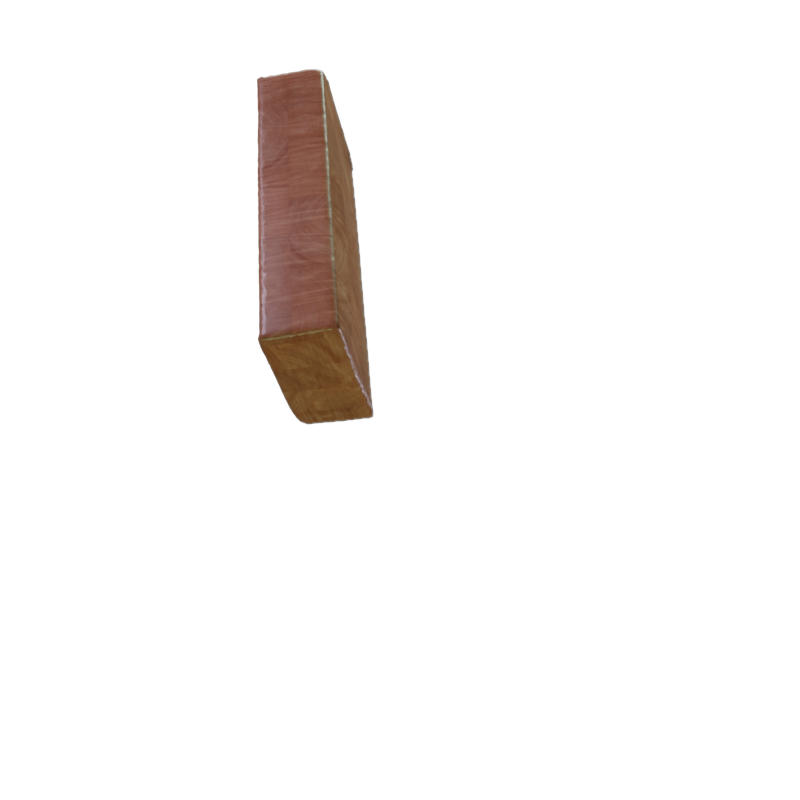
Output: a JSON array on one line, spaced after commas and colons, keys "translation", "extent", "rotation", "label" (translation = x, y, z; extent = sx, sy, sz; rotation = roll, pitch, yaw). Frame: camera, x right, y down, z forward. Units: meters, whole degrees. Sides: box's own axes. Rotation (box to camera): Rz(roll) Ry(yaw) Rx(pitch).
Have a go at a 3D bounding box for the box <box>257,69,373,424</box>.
[{"translation": [-0.047, -0.086, 0.600], "extent": [0.048, 0.188, 0.086], "rotation": [-8, -34, 7], "label": "box"}]
